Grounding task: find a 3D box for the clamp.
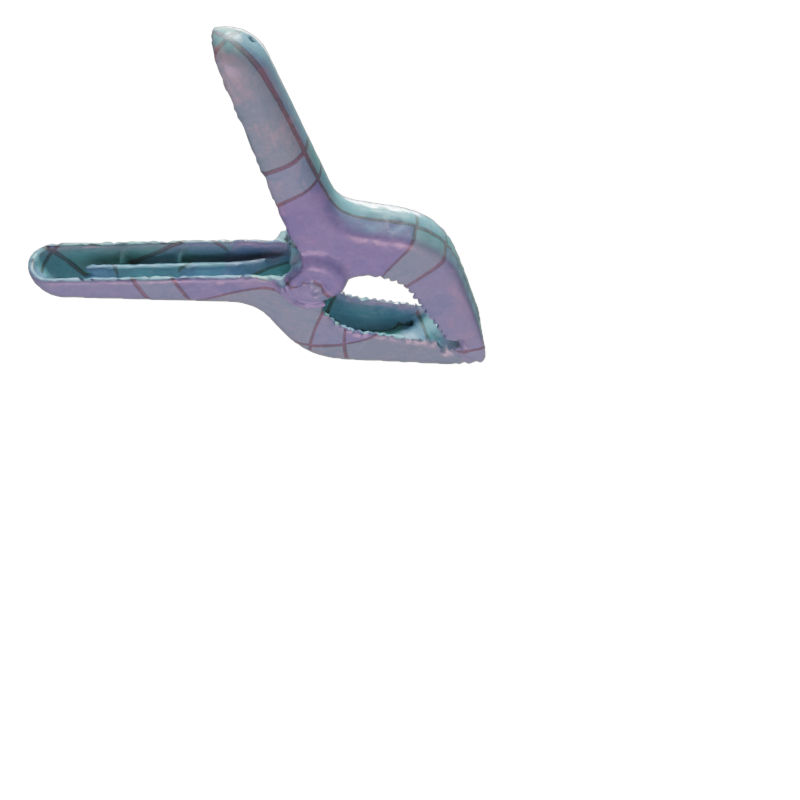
[{"bbox_3d":[-0.038,-0.070,0.489,0.201,0.039,0.160,20,-43,-24],"label":"clamp"}]
